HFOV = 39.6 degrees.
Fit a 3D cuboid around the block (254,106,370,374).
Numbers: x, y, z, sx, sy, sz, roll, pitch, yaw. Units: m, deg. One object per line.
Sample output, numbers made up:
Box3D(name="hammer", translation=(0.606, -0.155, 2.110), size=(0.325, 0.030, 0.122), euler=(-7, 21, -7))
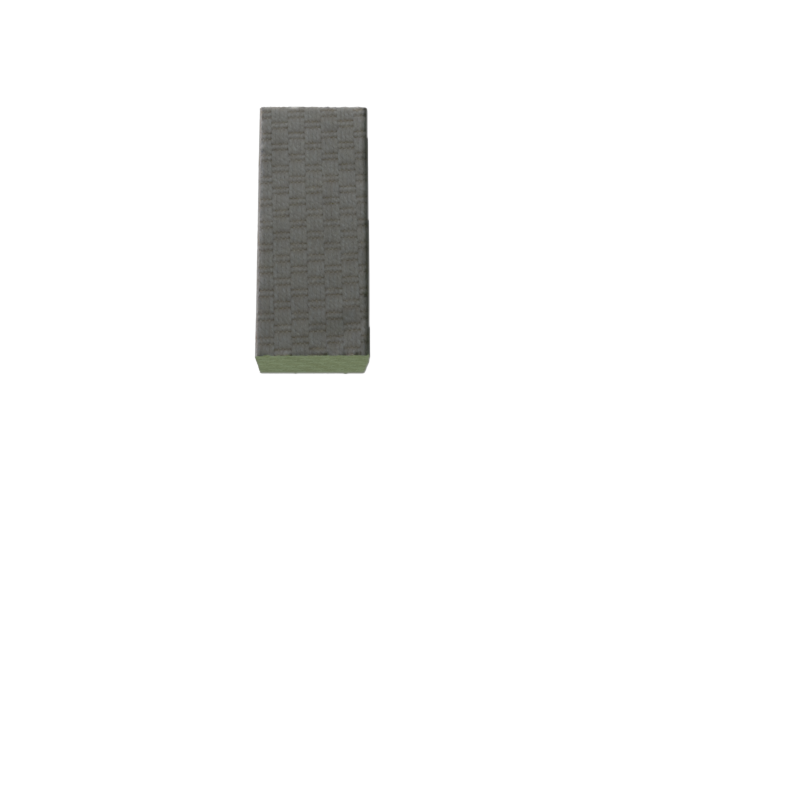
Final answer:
Box3D(name="block", translation=(-0.072, -0.131, 0.918), size=(0.090, 0.214, 0.087), euler=(0, -14, -2))
